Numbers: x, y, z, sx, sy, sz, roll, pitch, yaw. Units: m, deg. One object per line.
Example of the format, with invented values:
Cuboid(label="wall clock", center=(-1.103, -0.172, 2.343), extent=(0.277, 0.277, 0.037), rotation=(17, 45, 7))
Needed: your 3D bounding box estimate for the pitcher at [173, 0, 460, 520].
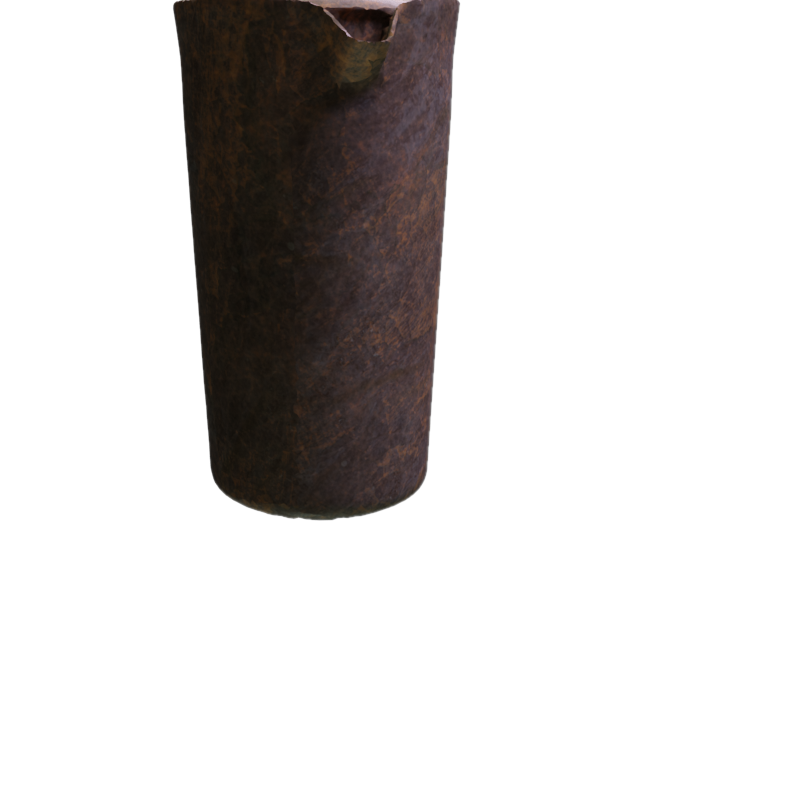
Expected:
Cuboid(label="pitcher", center=(-0.043, -0.078, 0.545), extent=(0.150, 0.237, 0.148), rotation=(6, 13, 25))
